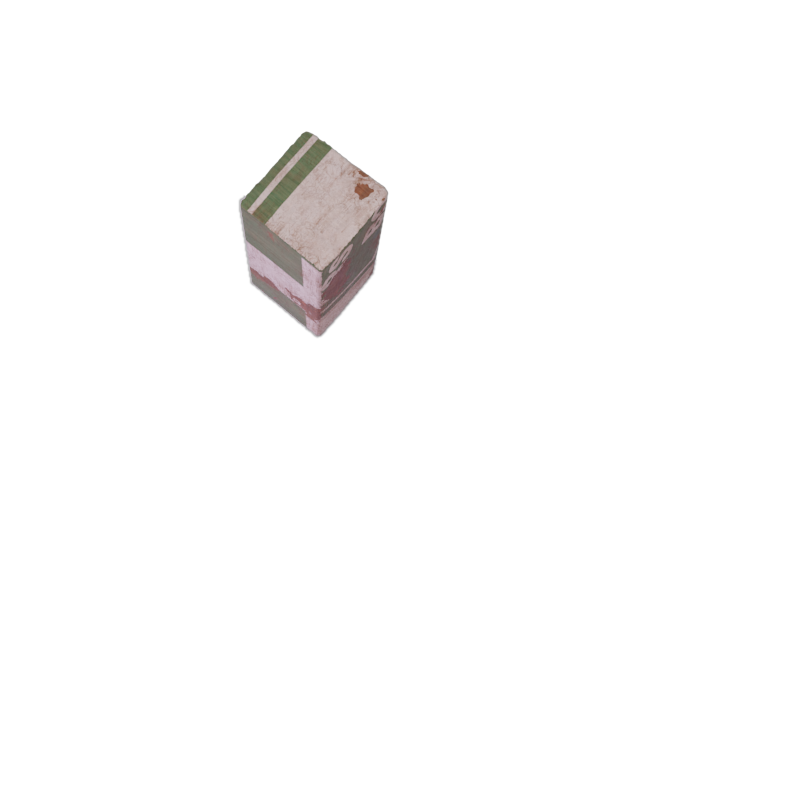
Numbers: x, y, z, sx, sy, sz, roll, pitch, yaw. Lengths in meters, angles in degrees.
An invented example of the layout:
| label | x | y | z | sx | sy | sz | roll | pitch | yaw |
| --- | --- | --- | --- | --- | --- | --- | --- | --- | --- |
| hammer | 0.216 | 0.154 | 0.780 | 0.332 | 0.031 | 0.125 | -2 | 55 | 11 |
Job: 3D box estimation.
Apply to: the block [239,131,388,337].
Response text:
| label | x | y | z | sx | sy | sz | roll | pitch | yaw |
| --- | --- | --- | --- | --- | --- | --- | --- | --- | --- |
| block | -0.077 | -0.141 | 0.989 | 0.093 | 0.091 | 0.199 | 39 | -13 | 6 |
